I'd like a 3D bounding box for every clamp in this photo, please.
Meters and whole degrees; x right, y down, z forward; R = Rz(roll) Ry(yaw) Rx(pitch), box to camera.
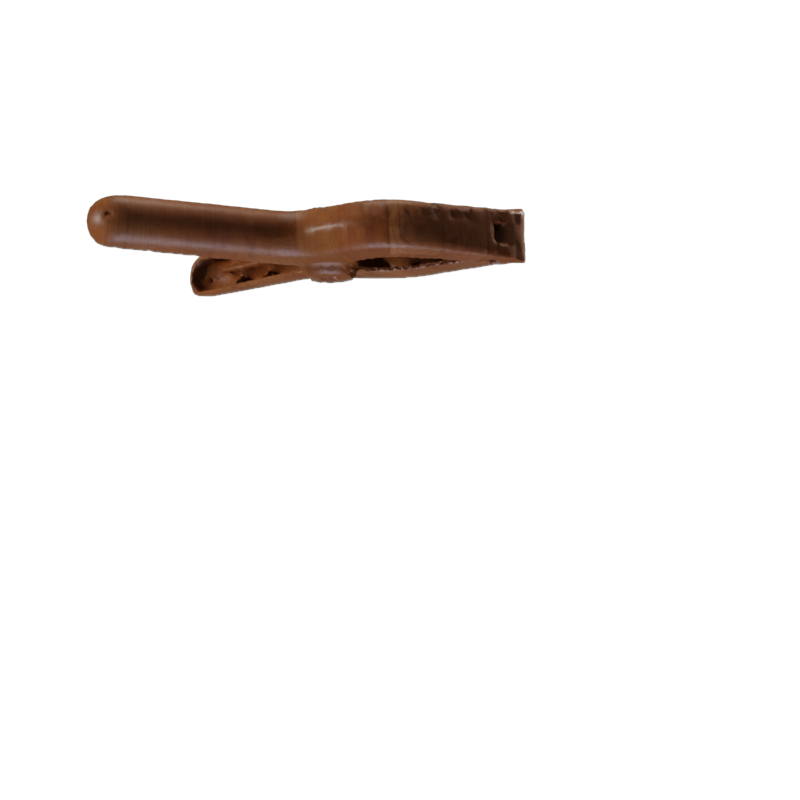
[{"bbox_3d":[-0.045,-0.081,0.570,0.214,0.037,0.158,-1,-4,17],"label":"clamp"}]
